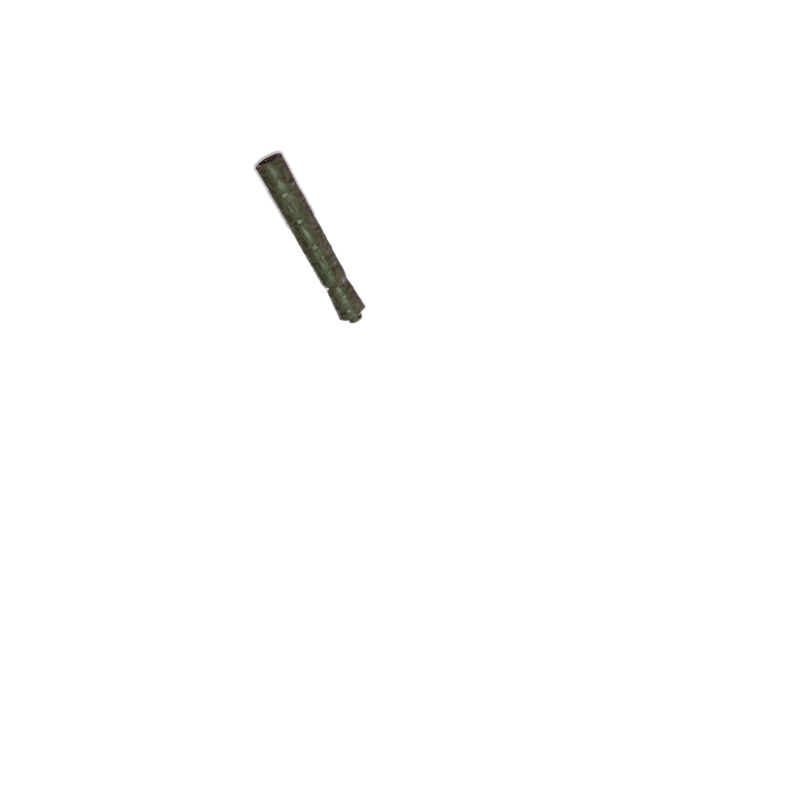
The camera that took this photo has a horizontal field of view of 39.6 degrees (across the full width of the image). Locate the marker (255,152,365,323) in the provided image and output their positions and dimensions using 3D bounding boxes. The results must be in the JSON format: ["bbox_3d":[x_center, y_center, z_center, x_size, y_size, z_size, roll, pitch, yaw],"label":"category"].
[{"bbox_3d":[-0.055,-0.099,0.697,0.020,0.115,0.021,-26,19,9],"label":"marker"}]
